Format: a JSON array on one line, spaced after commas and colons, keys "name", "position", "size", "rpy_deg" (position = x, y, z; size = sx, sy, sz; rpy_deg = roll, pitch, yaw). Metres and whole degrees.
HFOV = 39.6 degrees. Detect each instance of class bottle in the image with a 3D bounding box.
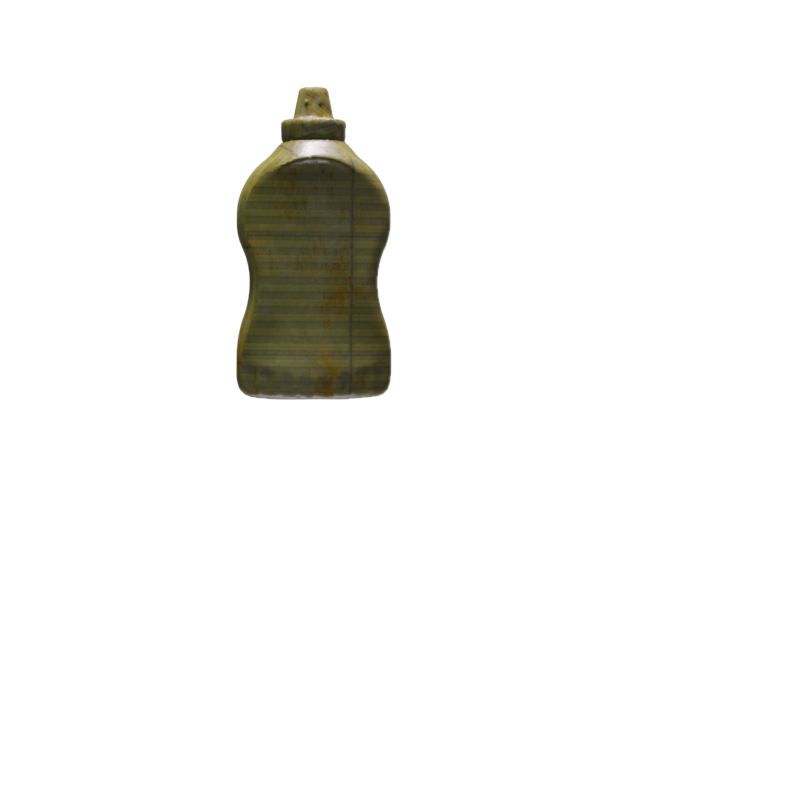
[{"name": "bottle", "position": [-0.054, -0.099, 0.694], "size": [0.096, 0.191, 0.059], "rpy_deg": [0, 1, -3]}]
